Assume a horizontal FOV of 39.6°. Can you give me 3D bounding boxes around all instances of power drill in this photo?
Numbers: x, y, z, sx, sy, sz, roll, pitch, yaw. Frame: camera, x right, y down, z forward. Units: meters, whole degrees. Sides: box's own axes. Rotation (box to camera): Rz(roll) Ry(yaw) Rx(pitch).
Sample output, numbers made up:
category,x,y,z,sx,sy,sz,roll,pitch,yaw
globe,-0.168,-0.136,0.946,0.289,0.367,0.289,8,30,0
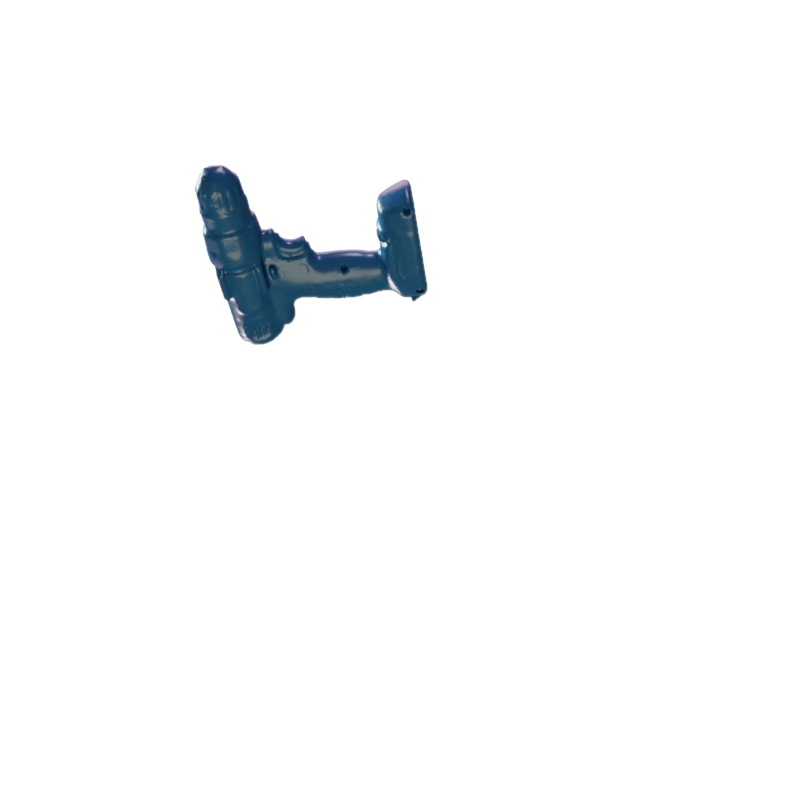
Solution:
category,x,y,z,sx,sy,sz,roll,pitch,yaw
power drill,-0.077,-0.140,0.981,0.189,0.171,0.061,-9,38,6
